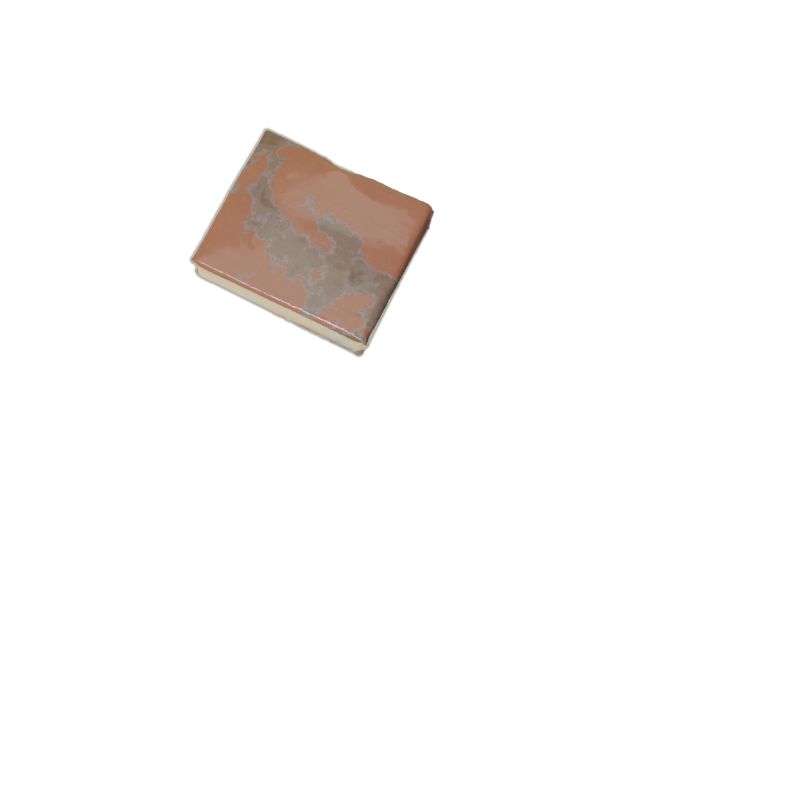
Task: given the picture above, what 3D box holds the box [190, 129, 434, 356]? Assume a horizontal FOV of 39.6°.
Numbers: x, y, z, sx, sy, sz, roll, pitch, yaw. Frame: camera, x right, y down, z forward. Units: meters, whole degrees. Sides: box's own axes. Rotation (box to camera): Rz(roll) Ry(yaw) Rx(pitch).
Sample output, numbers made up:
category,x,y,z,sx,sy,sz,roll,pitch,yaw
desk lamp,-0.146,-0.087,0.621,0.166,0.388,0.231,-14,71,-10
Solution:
category,x,y,z,sx,sy,sz,roll,pitch,yaw
box,-0.040,-0.073,0.512,0.091,0.075,0.029,26,-15,7
